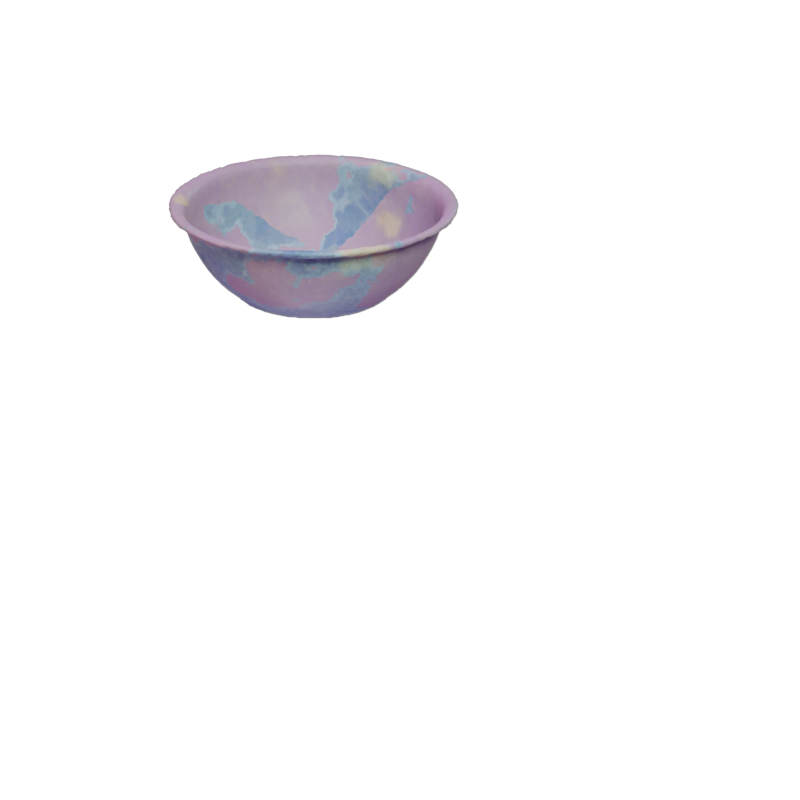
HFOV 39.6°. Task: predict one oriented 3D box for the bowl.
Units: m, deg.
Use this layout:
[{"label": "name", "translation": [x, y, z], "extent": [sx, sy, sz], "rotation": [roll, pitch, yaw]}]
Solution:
[{"label": "bowl", "translation": [-0.049, -0.090, 0.632], "extent": [0.162, 0.052, 0.171], "rotation": [-1, 28, -2]}]
